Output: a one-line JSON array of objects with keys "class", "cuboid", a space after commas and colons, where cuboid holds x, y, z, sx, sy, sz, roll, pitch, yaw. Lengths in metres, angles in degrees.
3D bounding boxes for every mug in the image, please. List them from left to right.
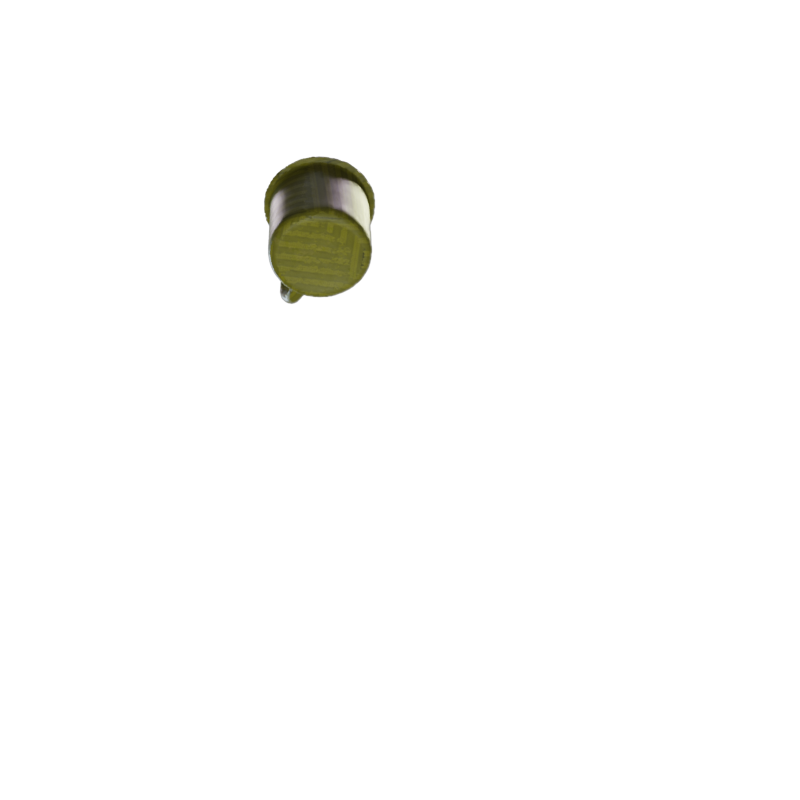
[{"class": "mug", "cuboid": [-0.070, -0.128, 0.897, 0.090, 0.113, 0.087, 22, 32, -17]}]
